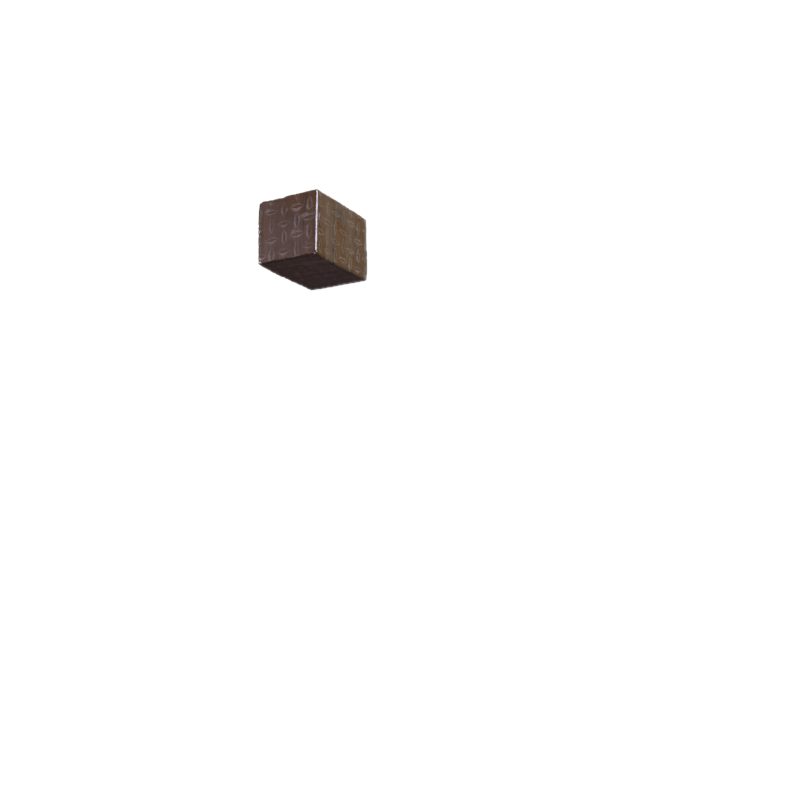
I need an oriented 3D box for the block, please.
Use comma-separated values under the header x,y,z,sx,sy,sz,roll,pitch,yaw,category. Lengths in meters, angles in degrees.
x,y,z,sx,sy,sz,roll,pitch,yaw,category
-0.066,-0.121,0.844,0.054,0.053,0.073,-9,-17,28,block
